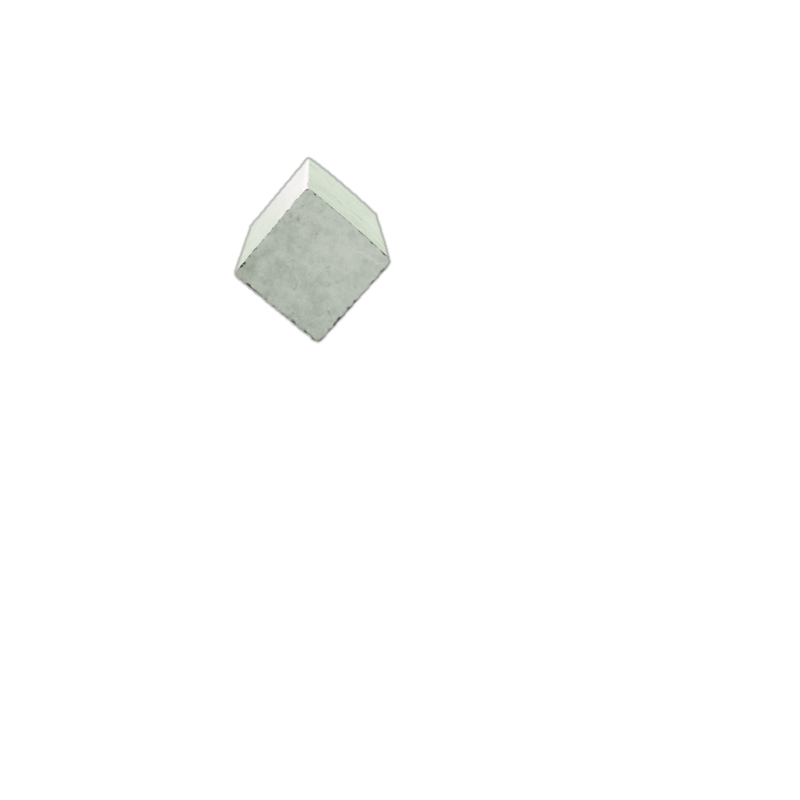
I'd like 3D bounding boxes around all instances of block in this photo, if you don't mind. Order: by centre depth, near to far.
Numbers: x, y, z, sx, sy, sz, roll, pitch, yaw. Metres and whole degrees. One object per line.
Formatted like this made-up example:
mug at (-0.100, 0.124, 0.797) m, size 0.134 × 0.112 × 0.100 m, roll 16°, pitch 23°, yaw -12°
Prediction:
block at (-0.074, -0.136, 0.955) m, size 0.088 × 0.090 × 0.214 m, roll 39°, pitch 11°, yaw -14°
